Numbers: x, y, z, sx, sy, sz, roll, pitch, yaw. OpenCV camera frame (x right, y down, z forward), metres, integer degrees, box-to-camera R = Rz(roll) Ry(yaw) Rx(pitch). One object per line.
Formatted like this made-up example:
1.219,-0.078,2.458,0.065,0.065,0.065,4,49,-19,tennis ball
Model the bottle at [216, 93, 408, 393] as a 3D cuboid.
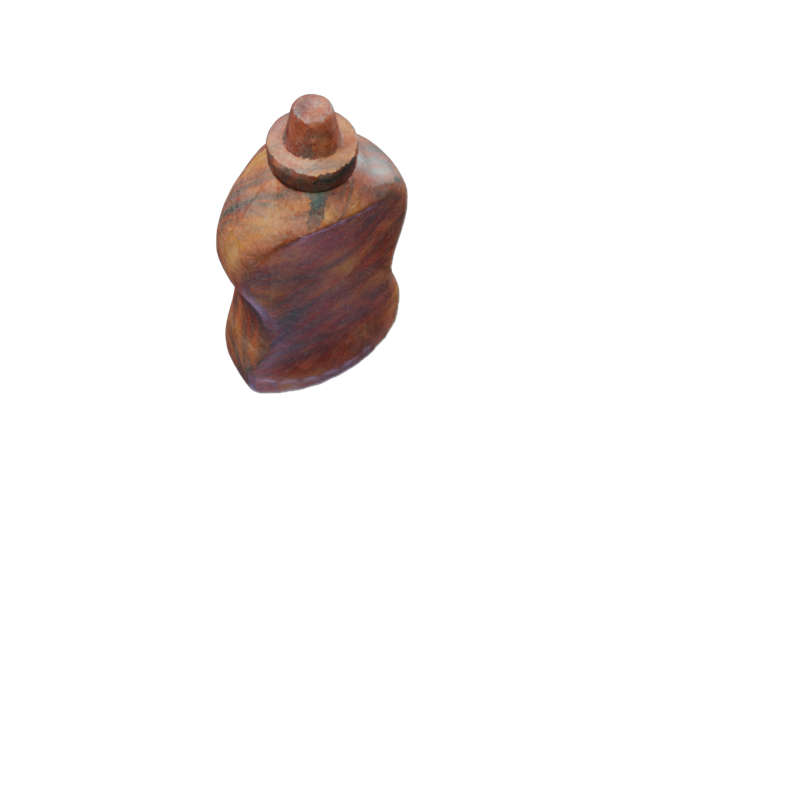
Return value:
-0.043,-0.078,0.545,0.096,0.062,0.180,-25,-25,-17,bottle
